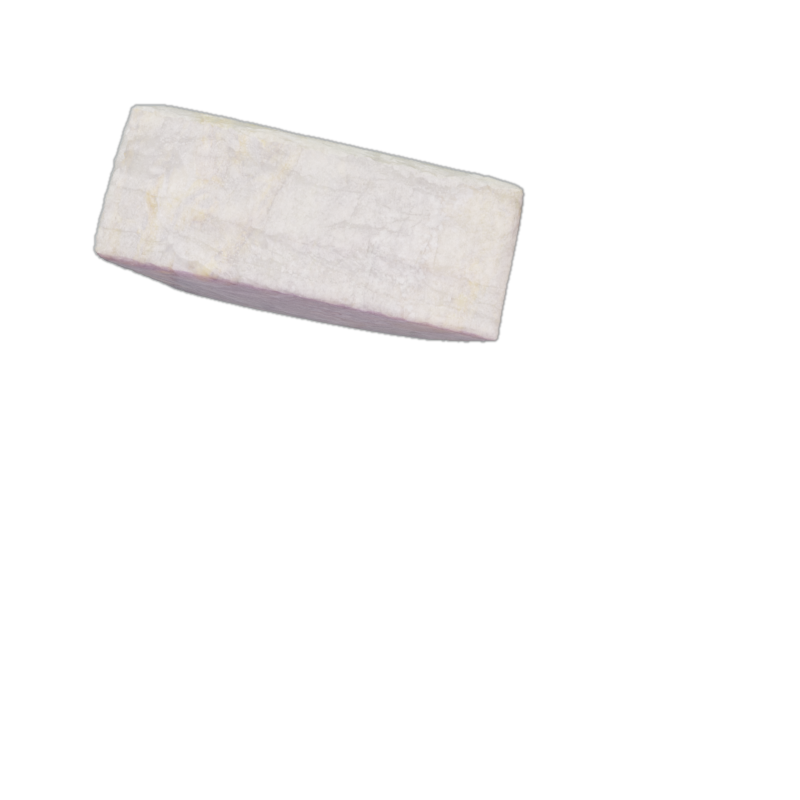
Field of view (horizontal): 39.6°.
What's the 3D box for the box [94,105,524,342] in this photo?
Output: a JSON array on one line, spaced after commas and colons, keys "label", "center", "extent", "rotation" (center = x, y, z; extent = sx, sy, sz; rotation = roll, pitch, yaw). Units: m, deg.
[{"label": "box", "center": [-0.042, -0.077, 0.539], "extent": [0.164, 0.072, 0.213], "rotation": [12, 1, -3]}]
